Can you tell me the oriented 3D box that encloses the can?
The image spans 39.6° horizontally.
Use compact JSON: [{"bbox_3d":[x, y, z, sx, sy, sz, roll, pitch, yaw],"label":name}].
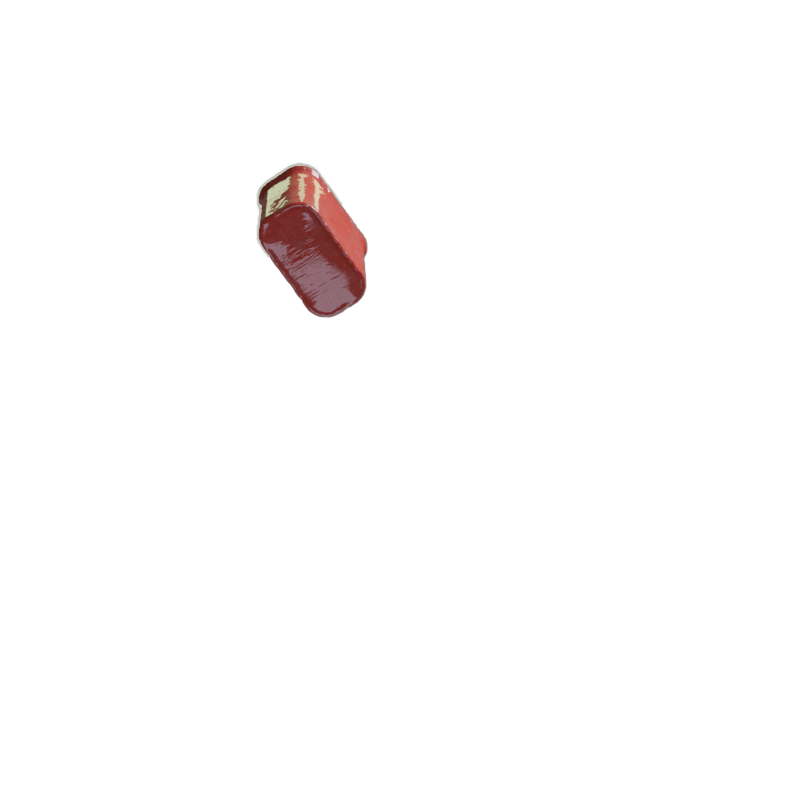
[{"bbox_3d":[-0.068,-0.125,0.874,0.057,0.097,0.088,-32,22,12],"label":"can"}]
